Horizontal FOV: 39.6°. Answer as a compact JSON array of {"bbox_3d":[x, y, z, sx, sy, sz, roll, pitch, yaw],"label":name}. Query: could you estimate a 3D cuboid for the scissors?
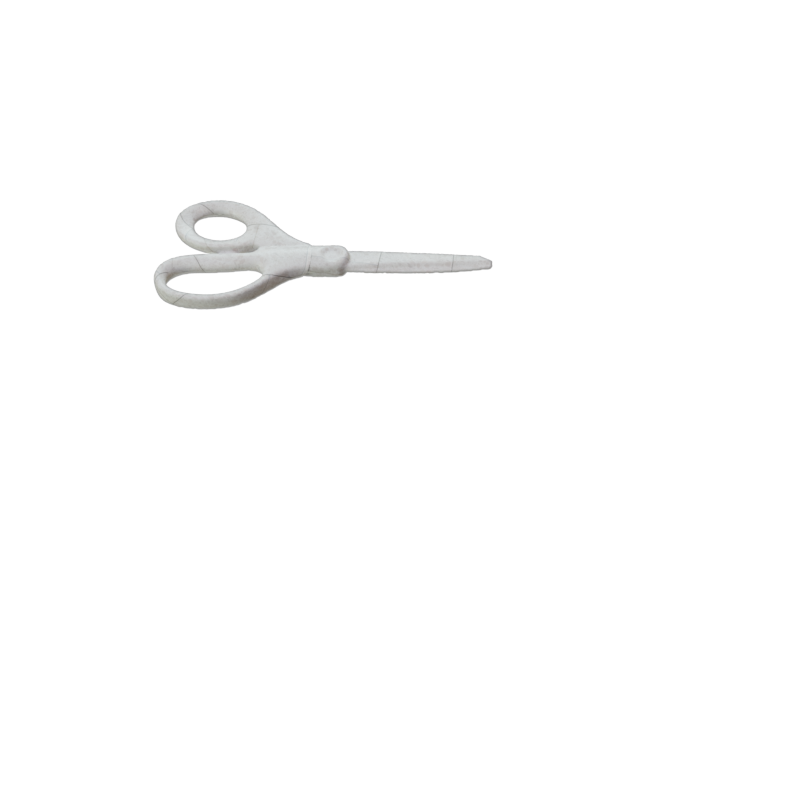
[{"bbox_3d":[-0.054,-0.098,0.688,0.200,0.104,0.015,-11,-42,-10],"label":"scissors"}]
